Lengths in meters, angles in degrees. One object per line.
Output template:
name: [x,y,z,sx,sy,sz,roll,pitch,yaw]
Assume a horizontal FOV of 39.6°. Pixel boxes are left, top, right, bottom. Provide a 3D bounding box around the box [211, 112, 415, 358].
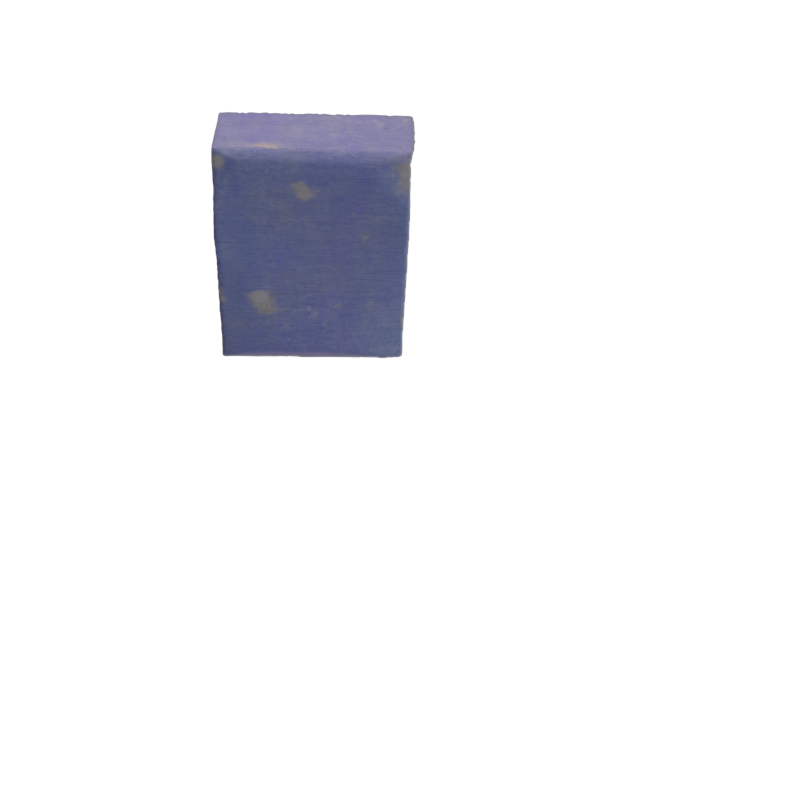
box: [-0.074,-0.136,0.950,0.164,0.200,0.077,2,37,0]
